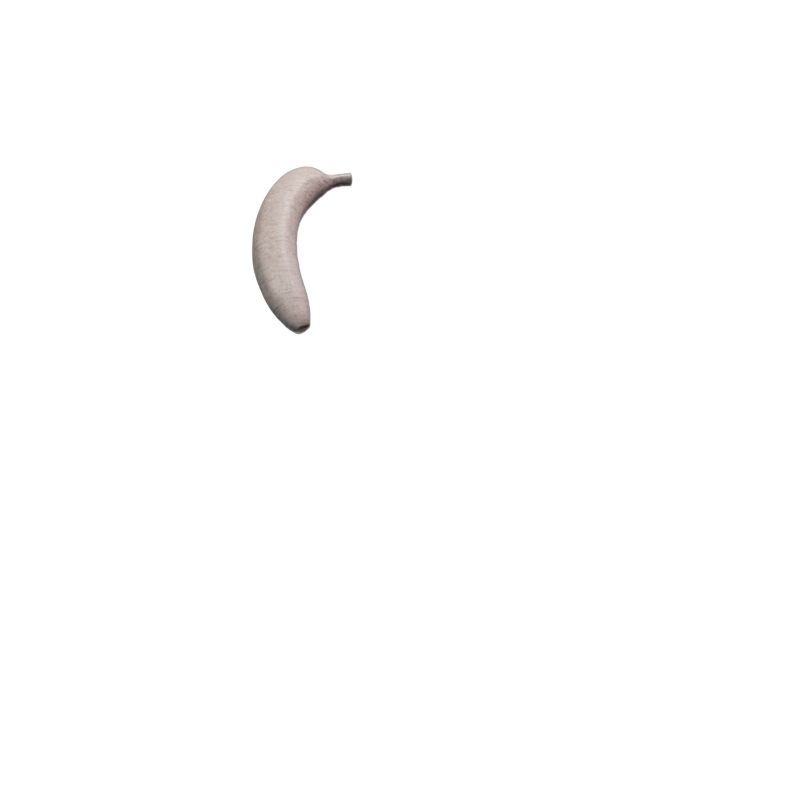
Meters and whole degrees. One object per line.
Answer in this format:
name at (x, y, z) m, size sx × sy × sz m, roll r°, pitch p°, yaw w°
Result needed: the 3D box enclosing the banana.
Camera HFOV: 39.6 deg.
banana at (-0.090, -0.138, 0.932) m, size 0.070 × 0.210 × 0.034 m, roll 7°, pitch -41°, yaw 6°
